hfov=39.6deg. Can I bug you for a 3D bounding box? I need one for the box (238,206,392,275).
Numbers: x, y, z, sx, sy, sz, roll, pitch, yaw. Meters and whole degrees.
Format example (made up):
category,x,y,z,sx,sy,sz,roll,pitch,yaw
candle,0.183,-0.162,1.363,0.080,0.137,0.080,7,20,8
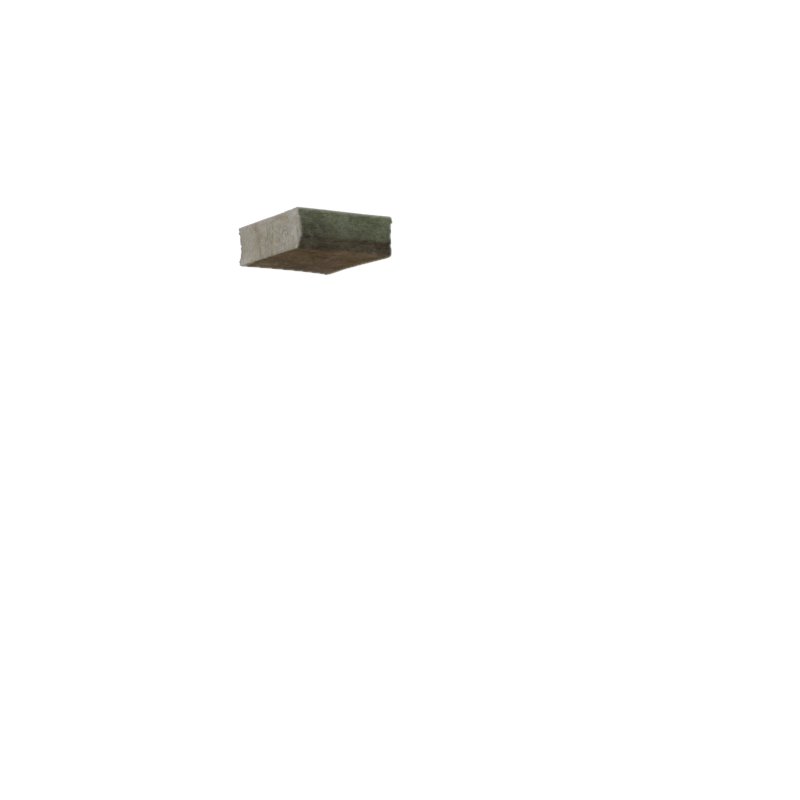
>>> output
category,x,y,z,sx,sy,sz,roll,pitch,yaw
box,-0.073,-0.133,0.934,0.086,0.040,0.116,3,-6,-31
